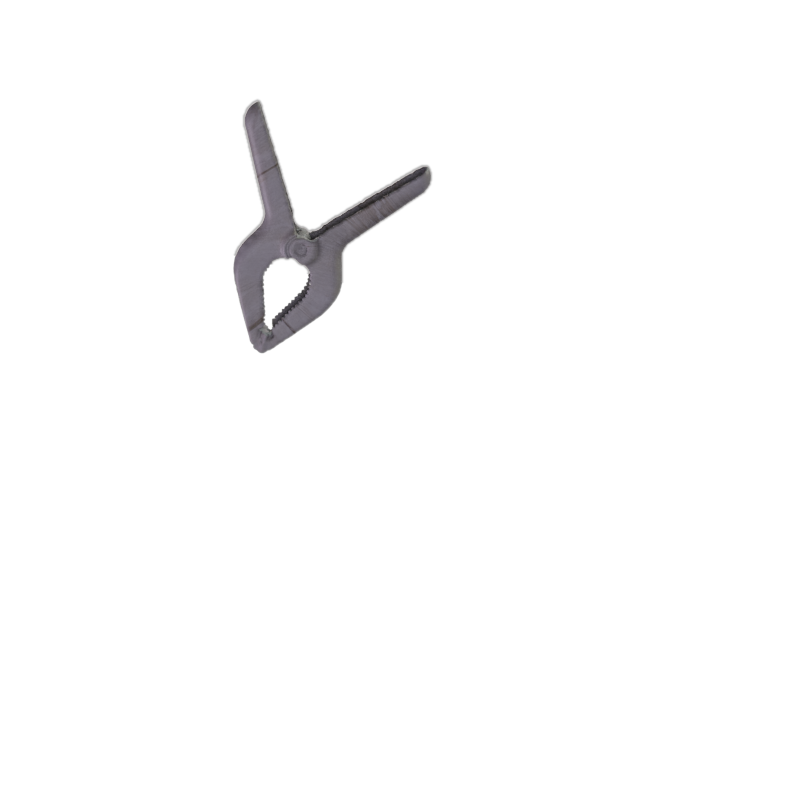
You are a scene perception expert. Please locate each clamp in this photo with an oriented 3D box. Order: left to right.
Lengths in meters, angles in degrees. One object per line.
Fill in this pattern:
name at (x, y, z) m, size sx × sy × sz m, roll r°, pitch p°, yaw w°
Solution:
clamp at (-0.074, -0.135, 0.947) m, size 0.163 × 0.204 × 0.038 m, roll 15°, pitch 16°, yaw -5°
